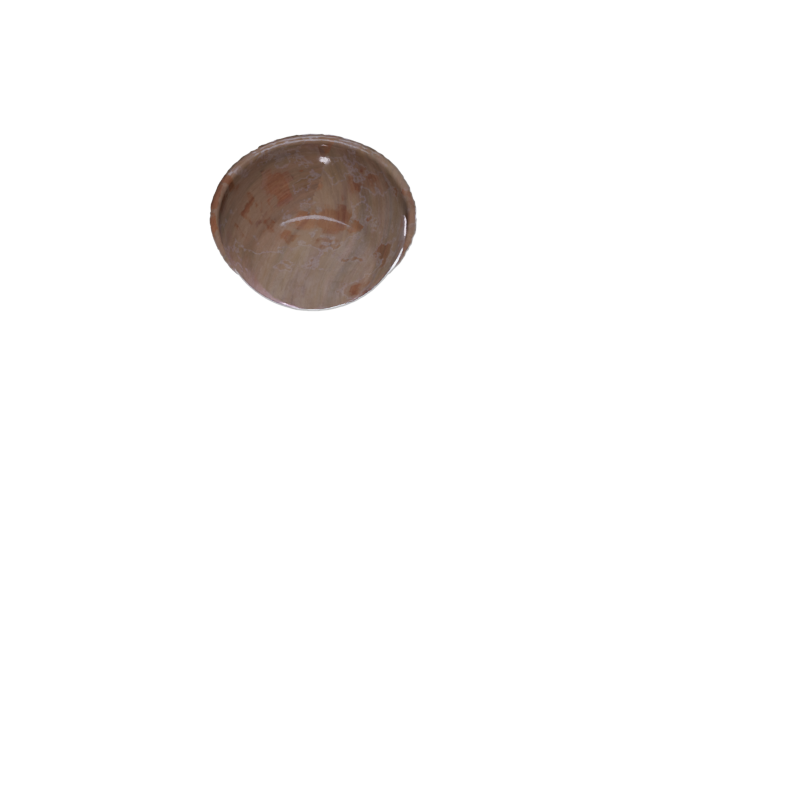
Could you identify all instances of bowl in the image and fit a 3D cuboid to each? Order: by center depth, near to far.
[{"bbox_3d":[-0.066,-0.121,0.844,0.162,0.151,0.059,1,42,-1],"label":"bowl"}]
